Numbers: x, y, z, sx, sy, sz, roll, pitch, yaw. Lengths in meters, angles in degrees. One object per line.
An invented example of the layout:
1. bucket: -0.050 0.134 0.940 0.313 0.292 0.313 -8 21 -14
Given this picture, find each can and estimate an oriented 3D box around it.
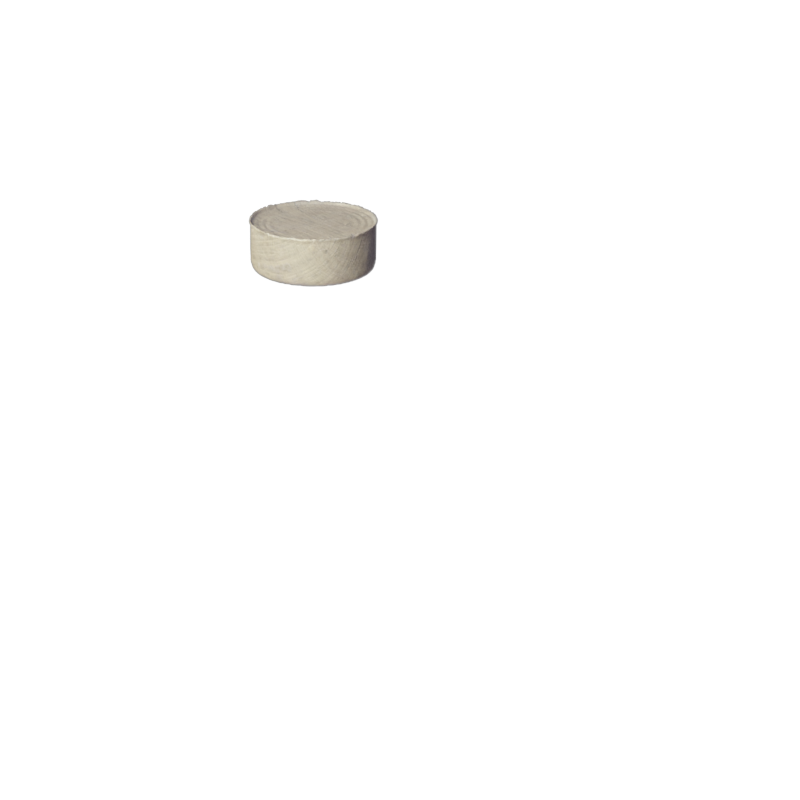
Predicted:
1. can: -0.058 -0.106 0.743 0.086 0.032 0.090 -1 25 -2
